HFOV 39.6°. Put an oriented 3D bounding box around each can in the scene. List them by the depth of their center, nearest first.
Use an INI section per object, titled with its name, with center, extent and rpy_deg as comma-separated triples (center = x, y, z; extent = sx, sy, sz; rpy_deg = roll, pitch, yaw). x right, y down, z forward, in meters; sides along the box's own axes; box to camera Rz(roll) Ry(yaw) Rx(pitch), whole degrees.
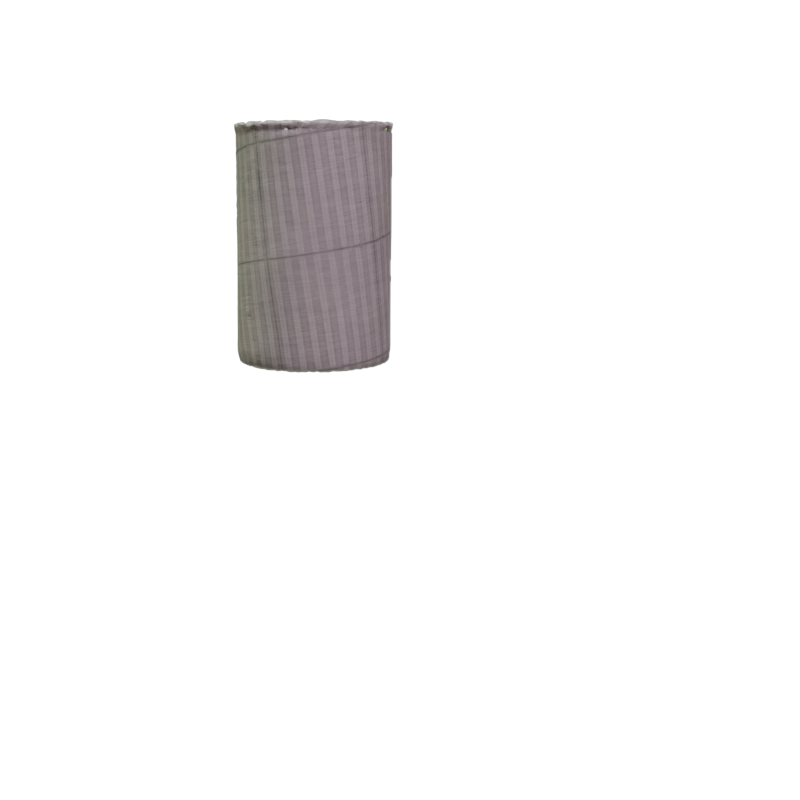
[can]
center = -0.037, -0.068, 0.476
extent = 0.068, 0.101, 0.070
rpy_deg = 0, 6, -2
